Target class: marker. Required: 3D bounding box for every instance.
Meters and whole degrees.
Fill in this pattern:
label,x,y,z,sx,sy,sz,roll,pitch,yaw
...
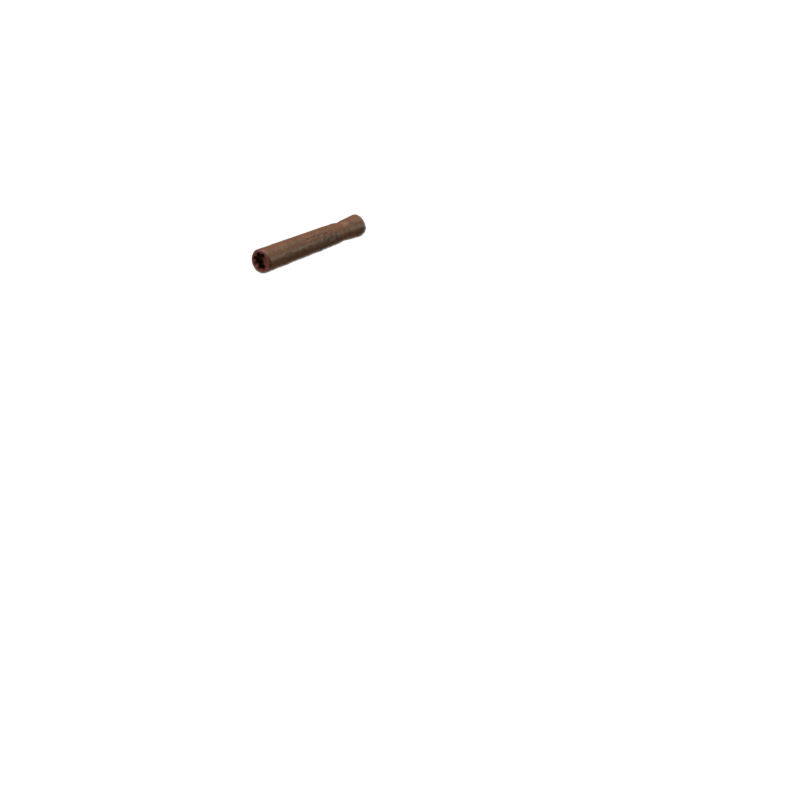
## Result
label,x,y,z,sx,sy,sz,roll,pitch,yaw
marker,-0.067,-0.122,0.856,0.021,0.019,0.120,3,22,38
